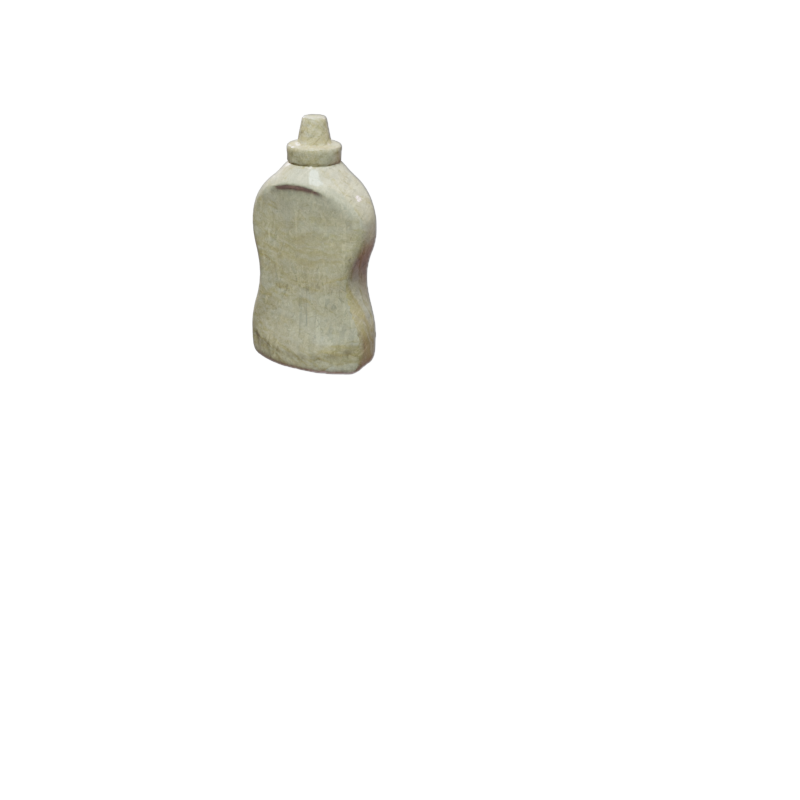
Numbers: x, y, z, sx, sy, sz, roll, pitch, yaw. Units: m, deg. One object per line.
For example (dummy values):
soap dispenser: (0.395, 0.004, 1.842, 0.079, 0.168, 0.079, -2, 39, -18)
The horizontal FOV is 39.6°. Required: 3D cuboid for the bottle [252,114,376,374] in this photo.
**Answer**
bottle: (-0.065, -0.119, 0.835, 0.100, 0.184, 0.058, 12, 22, 28)
